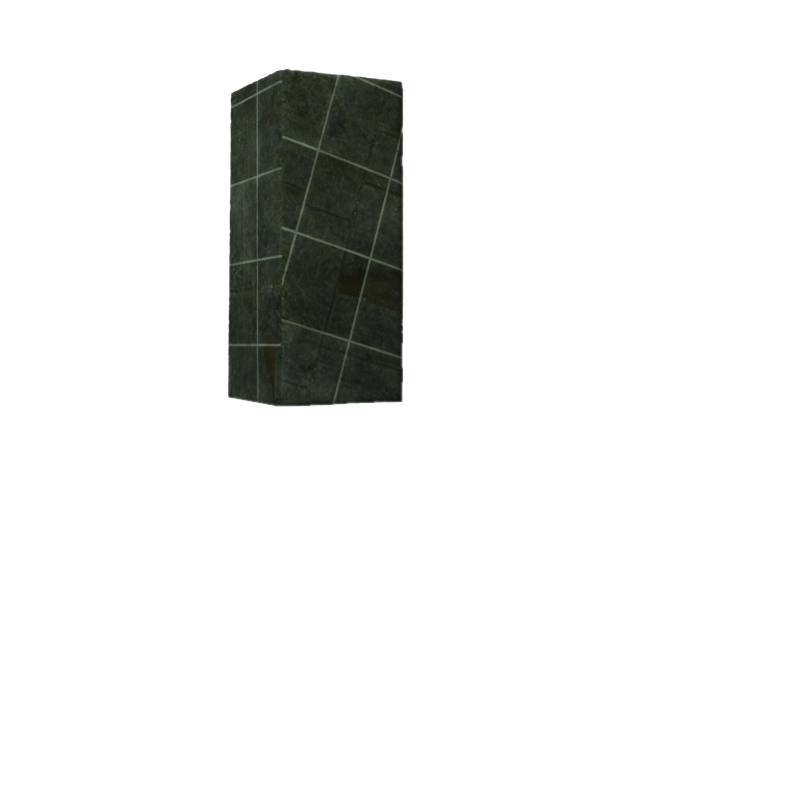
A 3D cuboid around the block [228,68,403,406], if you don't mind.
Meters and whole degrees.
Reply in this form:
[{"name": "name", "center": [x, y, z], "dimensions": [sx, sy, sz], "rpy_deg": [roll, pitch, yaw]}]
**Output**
[{"name": "block", "center": [-0.056, -0.104, 0.728], "dimensions": [0.087, 0.208, 0.093], "rpy_deg": [1, -3, -28]}]
